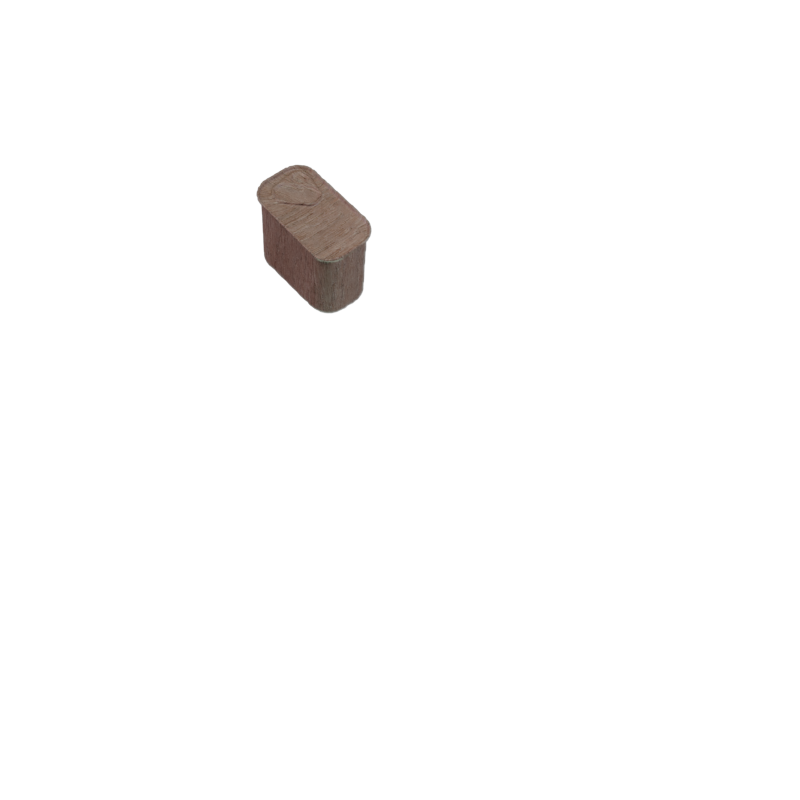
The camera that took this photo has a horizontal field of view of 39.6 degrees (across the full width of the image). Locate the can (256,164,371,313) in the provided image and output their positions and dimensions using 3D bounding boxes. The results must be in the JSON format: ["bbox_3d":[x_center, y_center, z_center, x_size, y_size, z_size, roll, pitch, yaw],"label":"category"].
[{"bbox_3d":[-0.073,-0.132,0.928,0.058,0.108,0.078,-34,-27,-22],"label":"can"}]
